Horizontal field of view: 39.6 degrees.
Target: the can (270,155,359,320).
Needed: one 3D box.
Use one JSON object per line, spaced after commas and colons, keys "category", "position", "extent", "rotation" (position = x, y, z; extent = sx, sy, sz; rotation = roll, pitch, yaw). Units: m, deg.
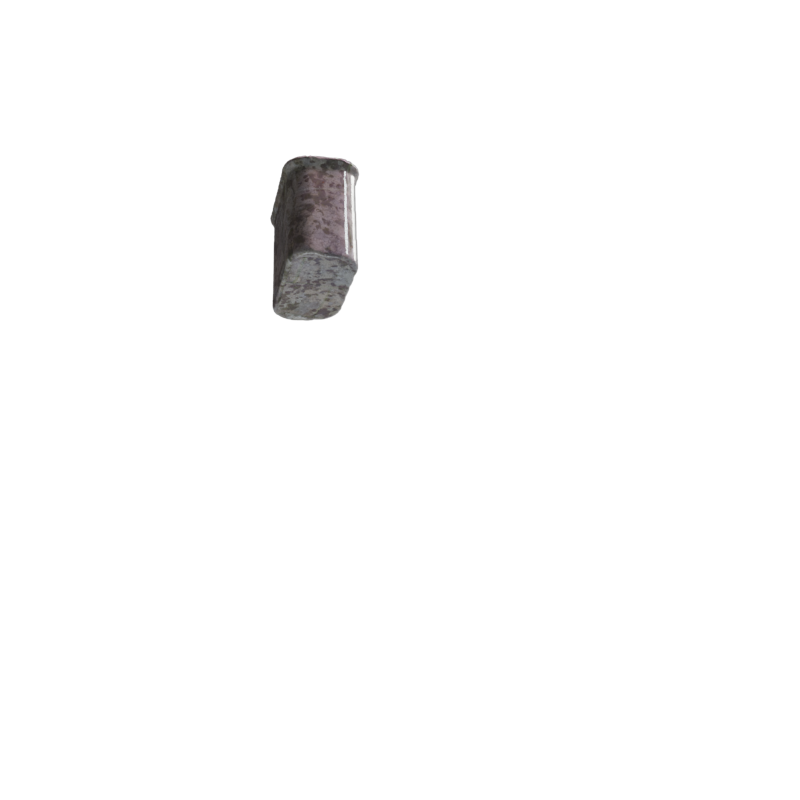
{"category": "can", "position": [-0.064, -0.118, 0.824], "extent": [0.057, 0.089, 0.097], "rotation": [5, -29, -12]}
